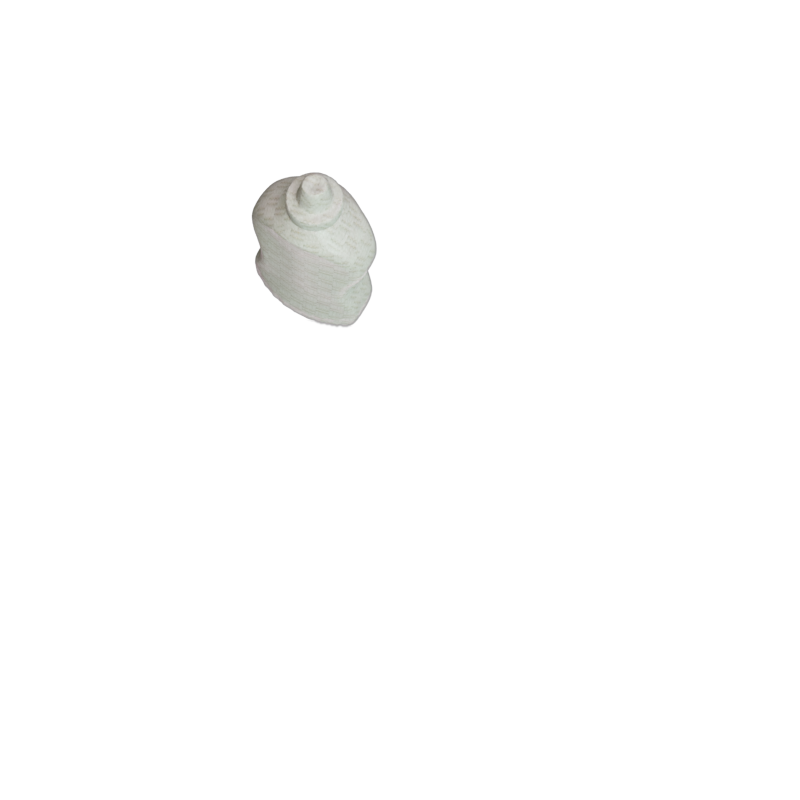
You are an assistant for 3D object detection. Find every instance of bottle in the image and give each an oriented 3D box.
[{"bbox_3d":[-0.065,-0.119,0.833,0.098,0.060,0.183,32,-16,6],"label":"bottle"}]
